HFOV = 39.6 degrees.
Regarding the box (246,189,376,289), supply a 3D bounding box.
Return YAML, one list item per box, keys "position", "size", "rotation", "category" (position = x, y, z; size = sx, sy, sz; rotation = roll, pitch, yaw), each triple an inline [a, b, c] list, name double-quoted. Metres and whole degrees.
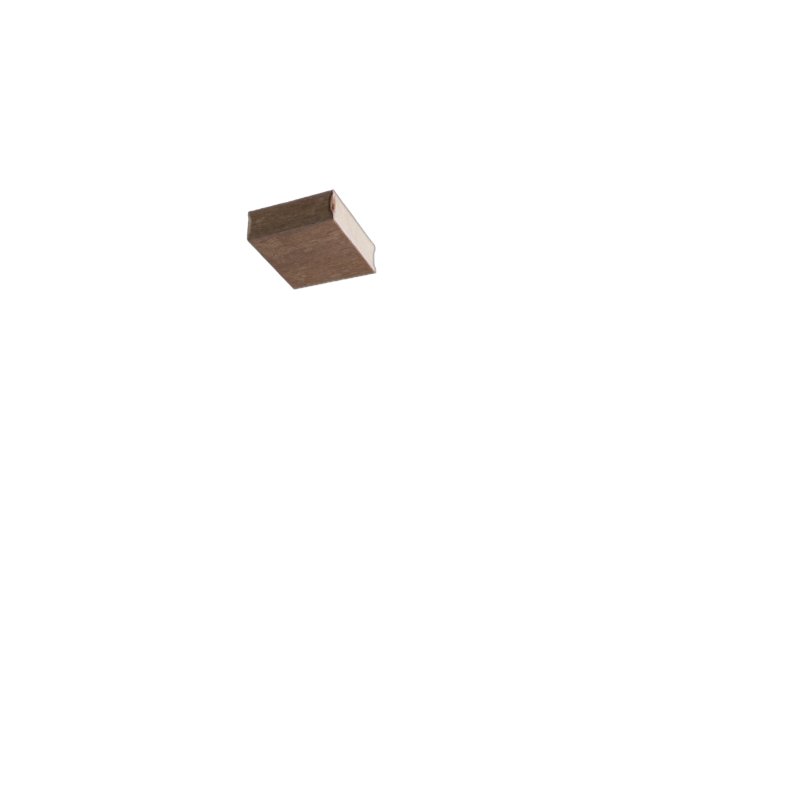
- position: [-0.068, -0.123, 0.865]
  size: [0.074, 0.032, 0.083]
  rotation: [-11, -28, 20]
  category: "box"
